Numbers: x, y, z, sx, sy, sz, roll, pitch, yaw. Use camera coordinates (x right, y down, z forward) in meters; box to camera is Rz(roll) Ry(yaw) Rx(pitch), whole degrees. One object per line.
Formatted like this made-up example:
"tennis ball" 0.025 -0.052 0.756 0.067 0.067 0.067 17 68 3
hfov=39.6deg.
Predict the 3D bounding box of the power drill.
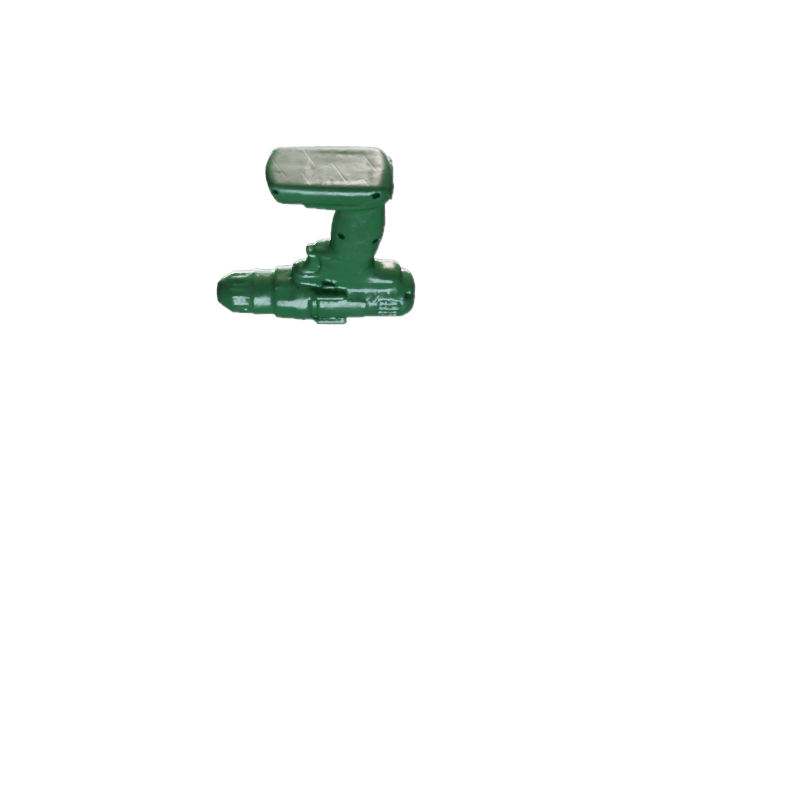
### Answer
"power drill" -0.077 -0.140 0.980 0.184 0.061 0.175 0 -36 0
